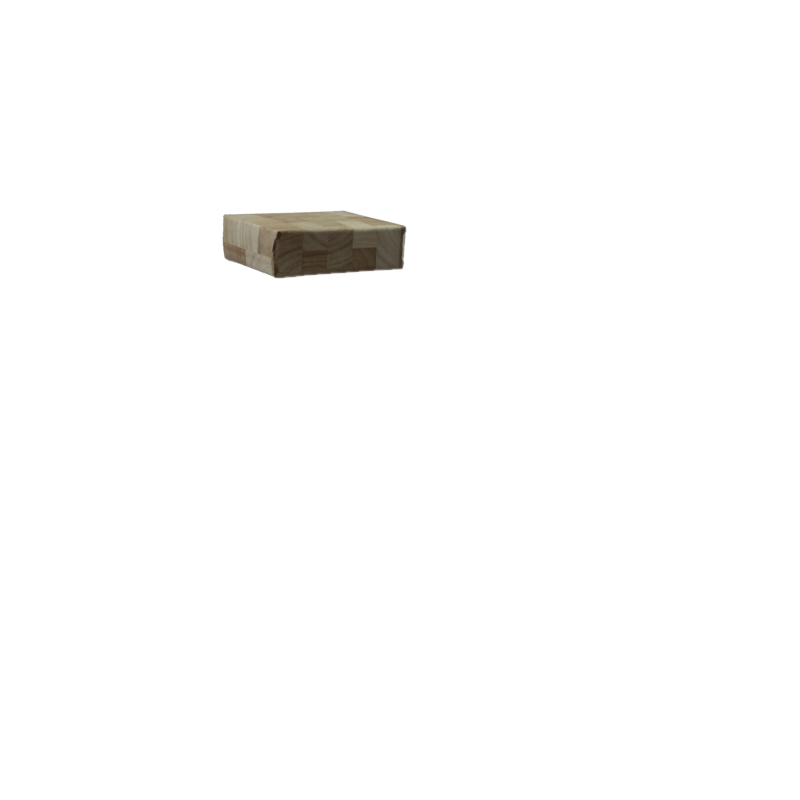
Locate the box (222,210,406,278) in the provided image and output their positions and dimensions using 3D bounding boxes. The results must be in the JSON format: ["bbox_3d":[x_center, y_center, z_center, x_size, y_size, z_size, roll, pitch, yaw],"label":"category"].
[{"bbox_3d":[-0.066,-0.120,0.838,0.110,0.038,0.095,-9,18,-30],"label":"box"}]
